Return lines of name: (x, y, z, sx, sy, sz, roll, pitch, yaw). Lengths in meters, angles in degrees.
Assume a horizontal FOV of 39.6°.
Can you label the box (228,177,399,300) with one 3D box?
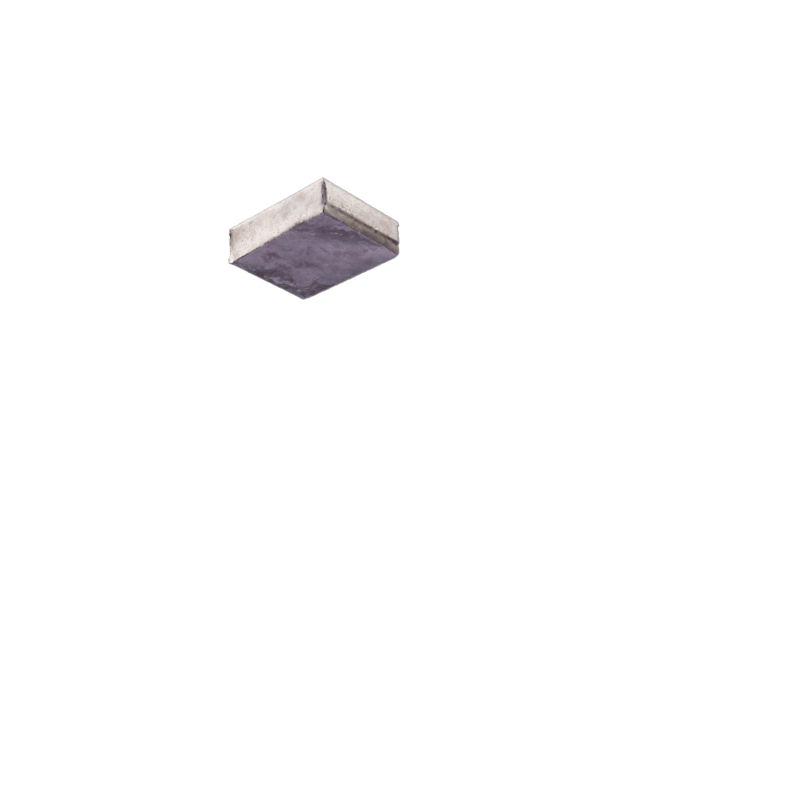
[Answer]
box: (-0.071, -0.129, 0.902, 0.114, 0.041, 0.084, -23, -36, 36)
